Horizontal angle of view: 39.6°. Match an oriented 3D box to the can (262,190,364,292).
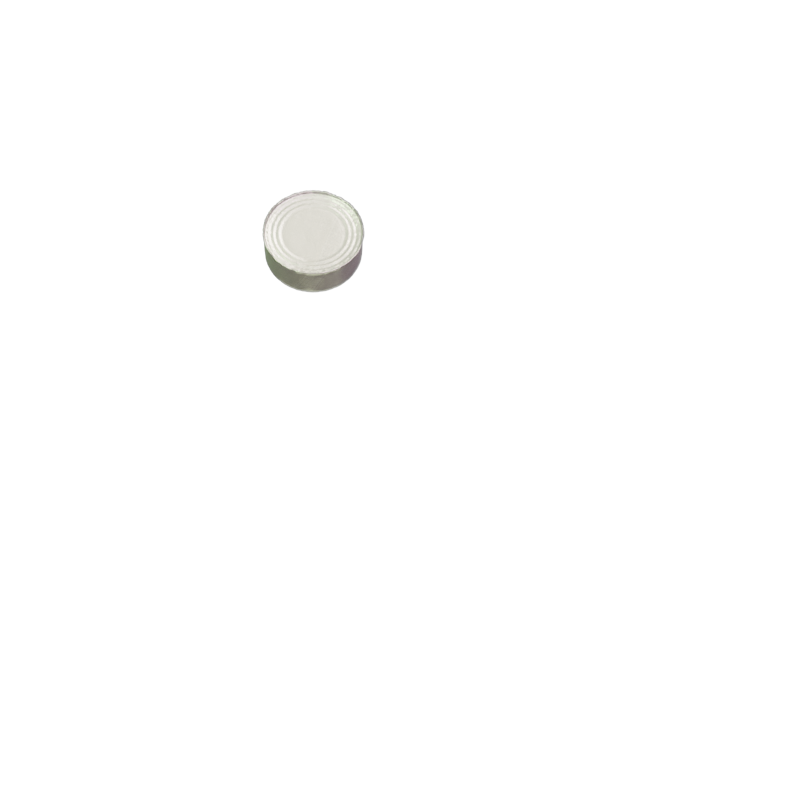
[{"bbox_3d":[-0.074,-0.135,0.947,0.086,0.092,0.031,-1,-32,-1],"label":"can"}]
